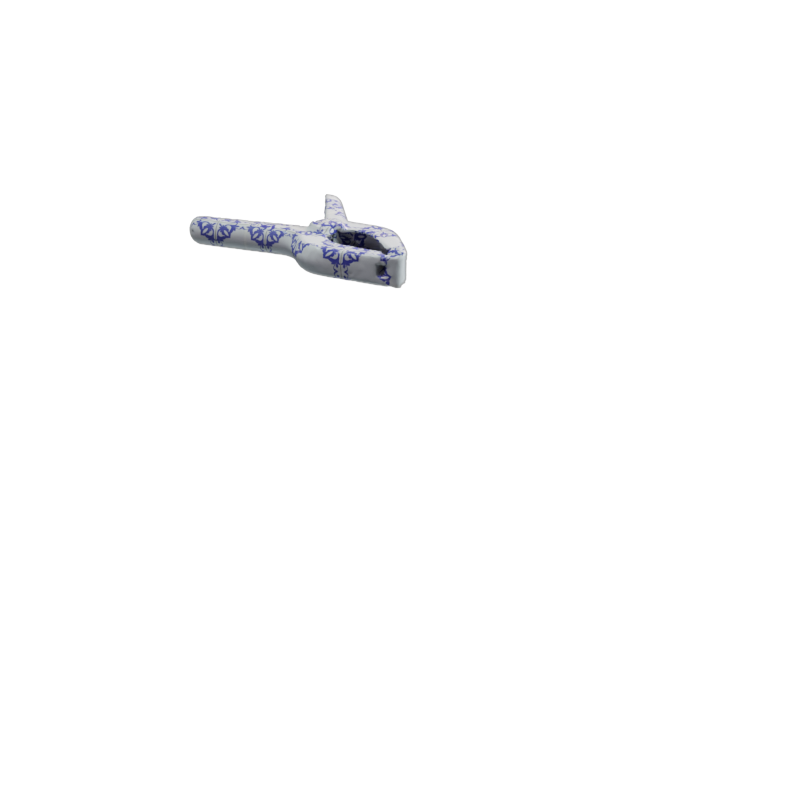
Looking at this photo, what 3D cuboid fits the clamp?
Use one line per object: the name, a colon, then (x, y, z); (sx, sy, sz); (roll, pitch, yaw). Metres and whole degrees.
clamp: (-0.075, -0.138, 0.964); (0.161, 0.035, 0.224); (-14, 28, -29)
